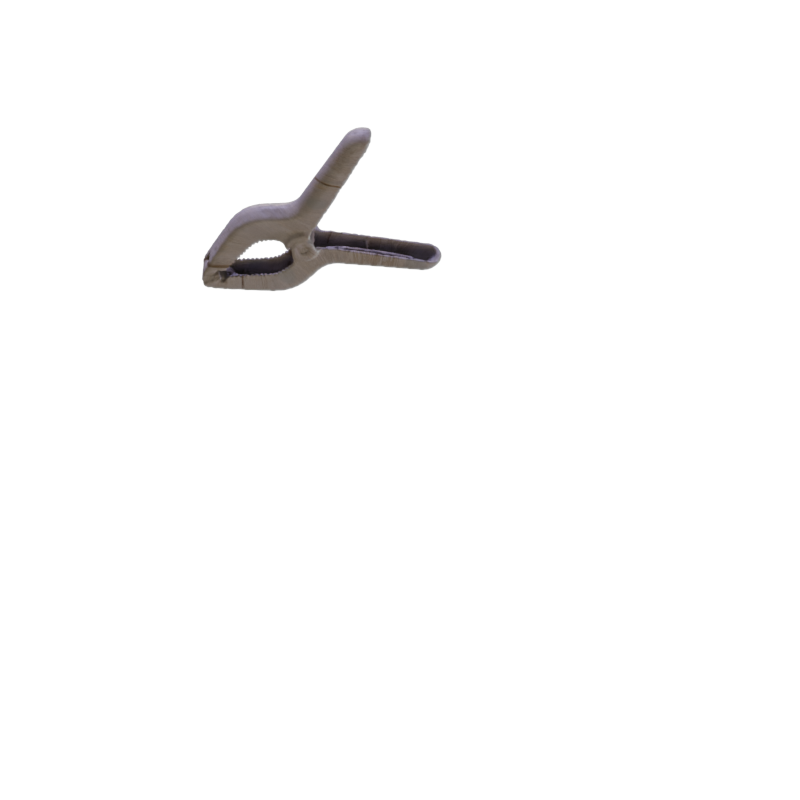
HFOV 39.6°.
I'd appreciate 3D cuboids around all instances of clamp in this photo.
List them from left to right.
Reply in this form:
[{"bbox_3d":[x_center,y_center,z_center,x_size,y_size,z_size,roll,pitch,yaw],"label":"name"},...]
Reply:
[{"bbox_3d":[-0.077,-0.141,0.985,0.211,0.039,0.153,-23,-49,22],"label":"clamp"}]
